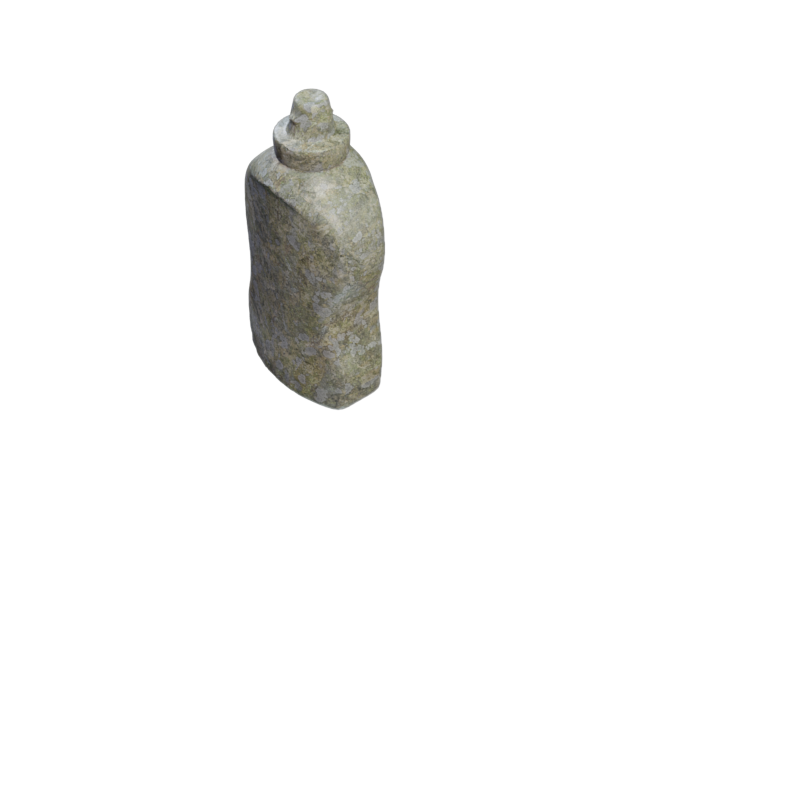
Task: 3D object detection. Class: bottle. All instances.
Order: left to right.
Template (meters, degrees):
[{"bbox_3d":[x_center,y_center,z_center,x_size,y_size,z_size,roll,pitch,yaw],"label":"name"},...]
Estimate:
[{"bbox_3d":[-0.049,-0.089,0.627,0.058,0.179,0.103,-26,50,-28],"label":"bottle"}]
